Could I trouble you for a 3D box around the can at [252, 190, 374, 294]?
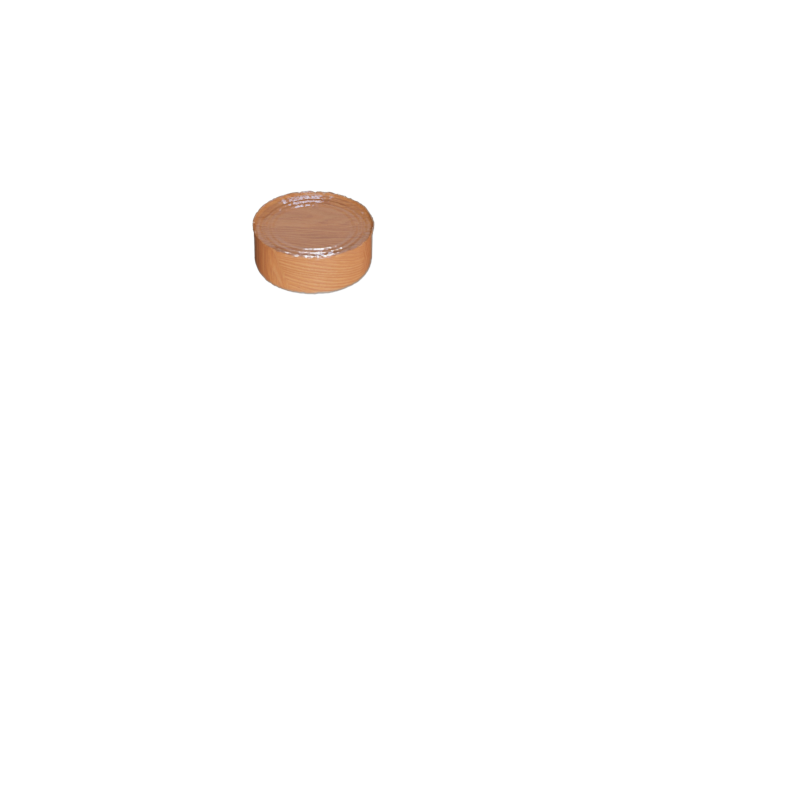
[{"bbox_3d":[-0.062,-0.113,0.788,0.086,0.031,0.092,-1,39,-2],"label":"can"}]
